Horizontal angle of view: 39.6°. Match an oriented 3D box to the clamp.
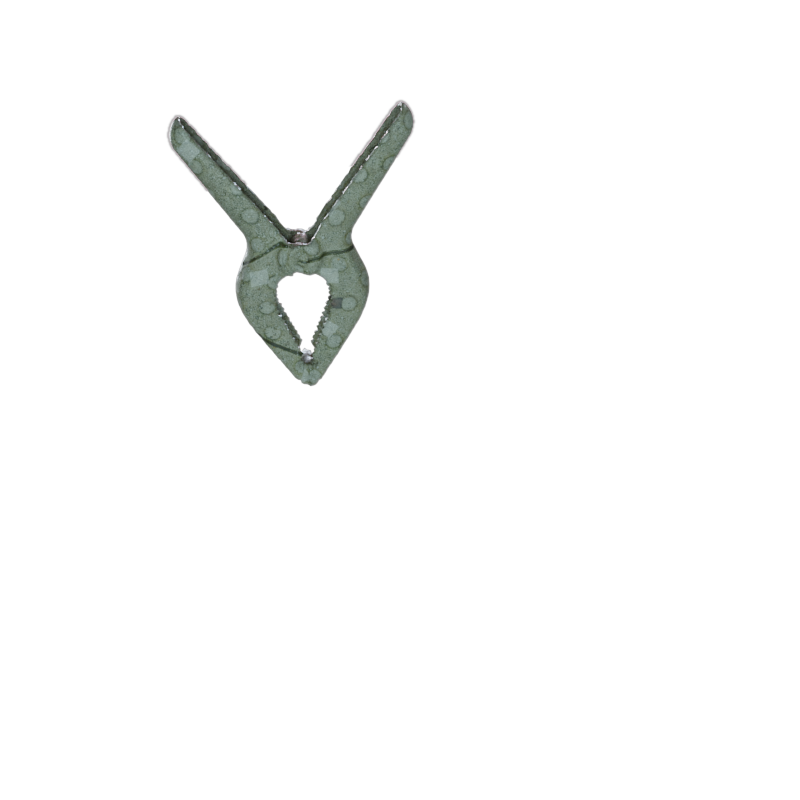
[{"bbox_3d":[-0.061,-0.111,0.777,0.165,0.199,0.038,-9,22,3],"label":"clamp"}]
